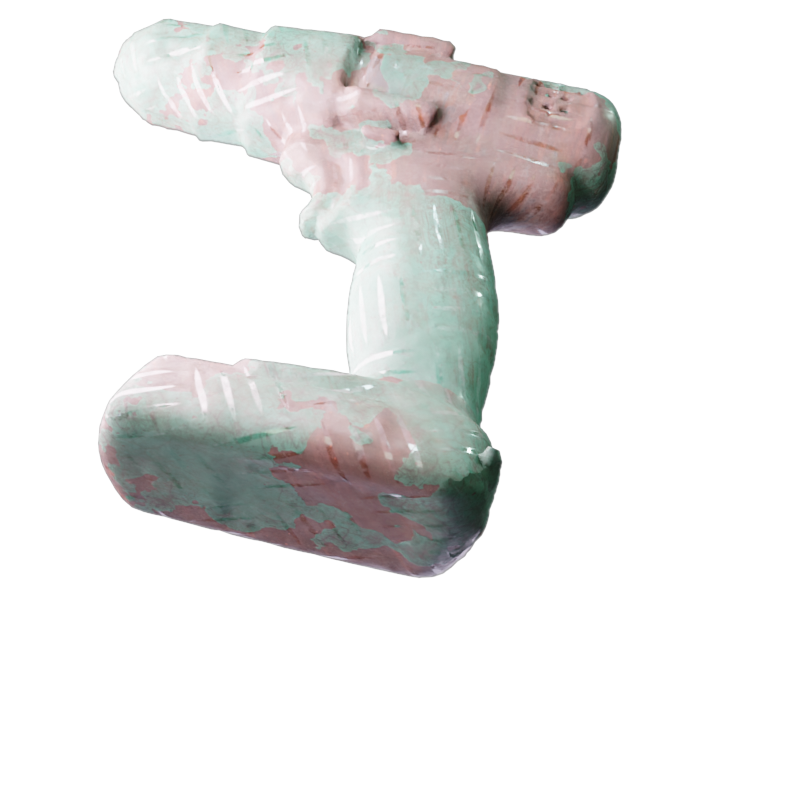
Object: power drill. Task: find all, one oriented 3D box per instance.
[{"bbox_3d":[-0.028,-0.051,0.354,0.187,0.198,0.053,10,-38,8],"label":"power drill"}]
